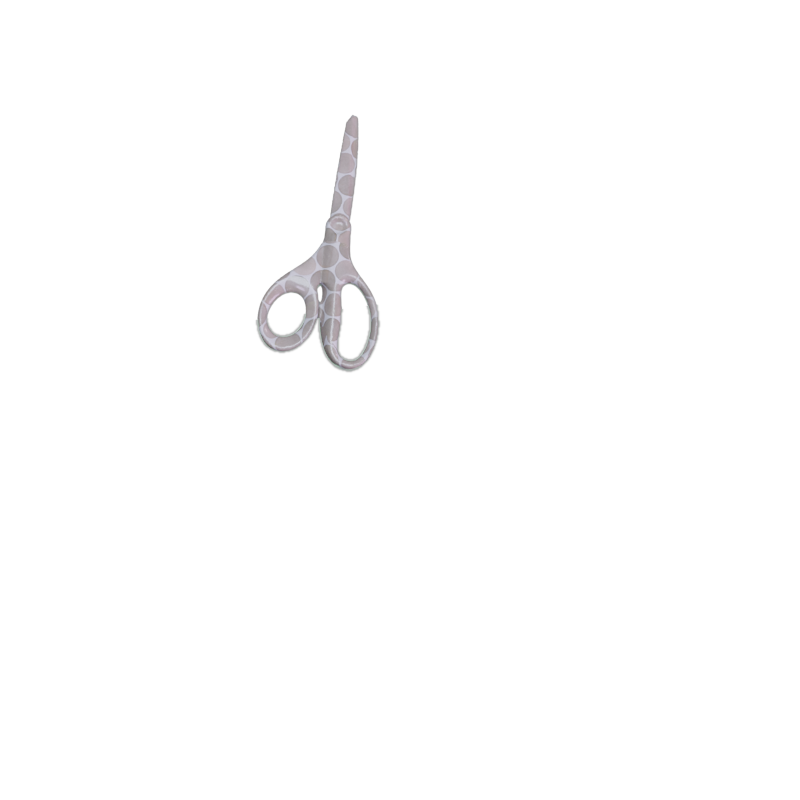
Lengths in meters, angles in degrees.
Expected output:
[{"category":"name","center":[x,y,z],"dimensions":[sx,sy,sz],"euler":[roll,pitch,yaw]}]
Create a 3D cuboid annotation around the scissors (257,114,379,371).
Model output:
[{"category":"scissors","center":[-0.064,-0.117,0.821],"dimensions":[0.096,0.212,0.015],"euler":[-8,-21,-3]}]
